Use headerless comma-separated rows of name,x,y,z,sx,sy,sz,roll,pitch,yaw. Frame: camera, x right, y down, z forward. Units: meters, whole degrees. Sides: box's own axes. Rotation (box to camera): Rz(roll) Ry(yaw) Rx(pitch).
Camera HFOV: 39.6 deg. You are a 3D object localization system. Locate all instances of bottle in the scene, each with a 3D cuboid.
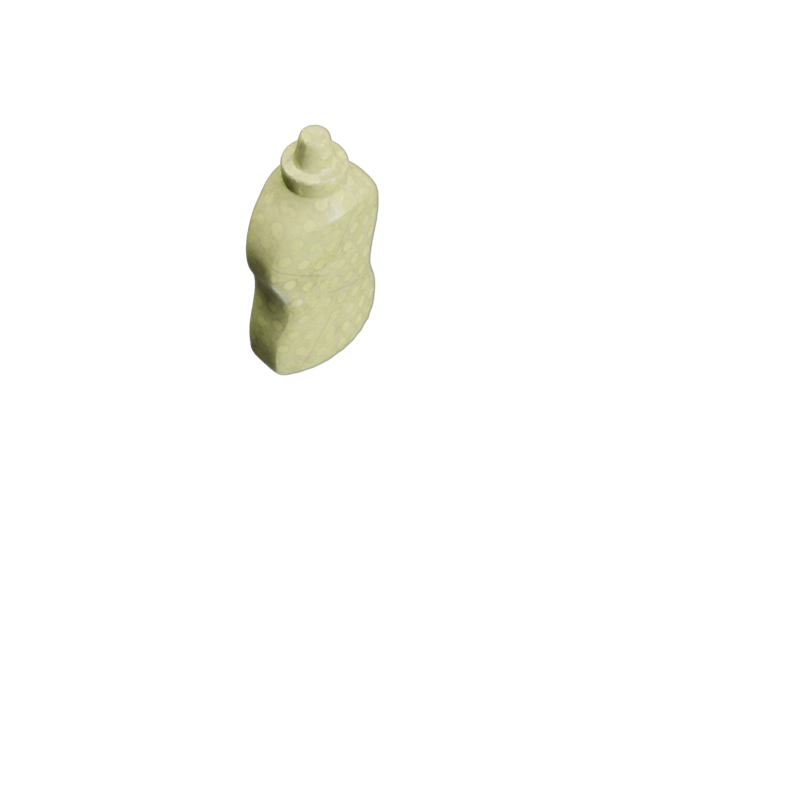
bottle,-0.056,-0.102,0.715,0.097,0.062,0.179,-36,-26,-26
